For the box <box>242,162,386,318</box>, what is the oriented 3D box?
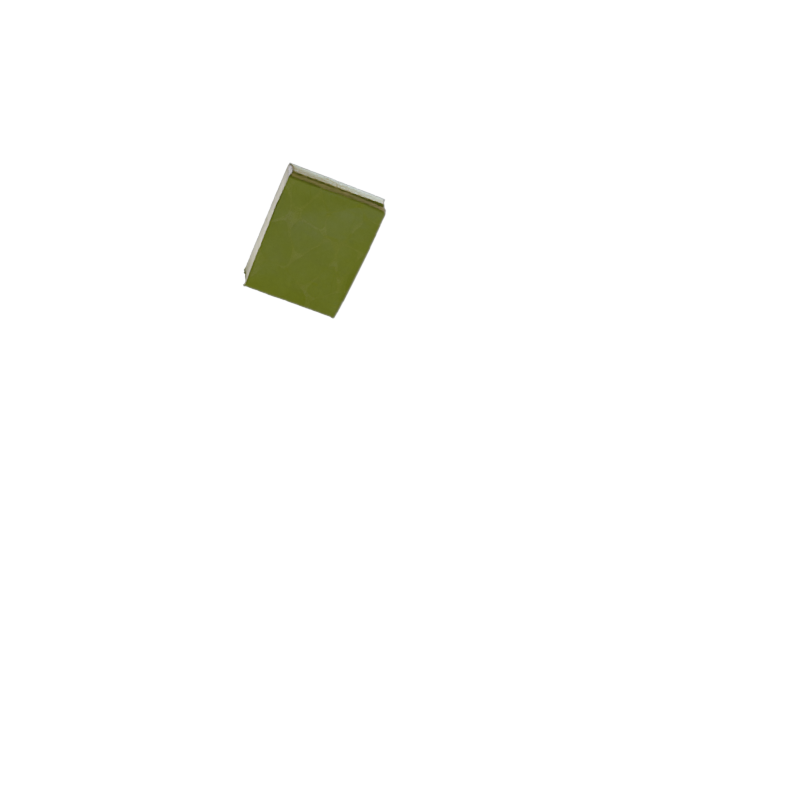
[{"bbox_3d":[-0.074,-0.136,0.952,0.088,0.110,0.041,22,21,-10],"label":"box"}]
